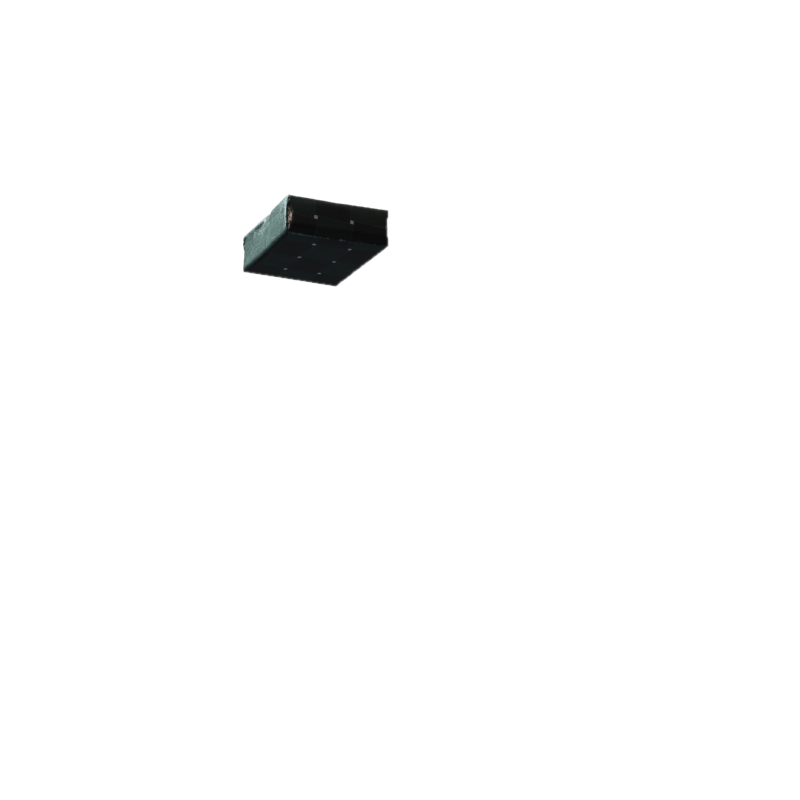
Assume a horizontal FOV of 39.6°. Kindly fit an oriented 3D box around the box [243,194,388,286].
[{"bbox_3d":[-0.059,-0.108,0.758,0.071,0.031,0.089,6,-16,-25],"label":"box"}]
